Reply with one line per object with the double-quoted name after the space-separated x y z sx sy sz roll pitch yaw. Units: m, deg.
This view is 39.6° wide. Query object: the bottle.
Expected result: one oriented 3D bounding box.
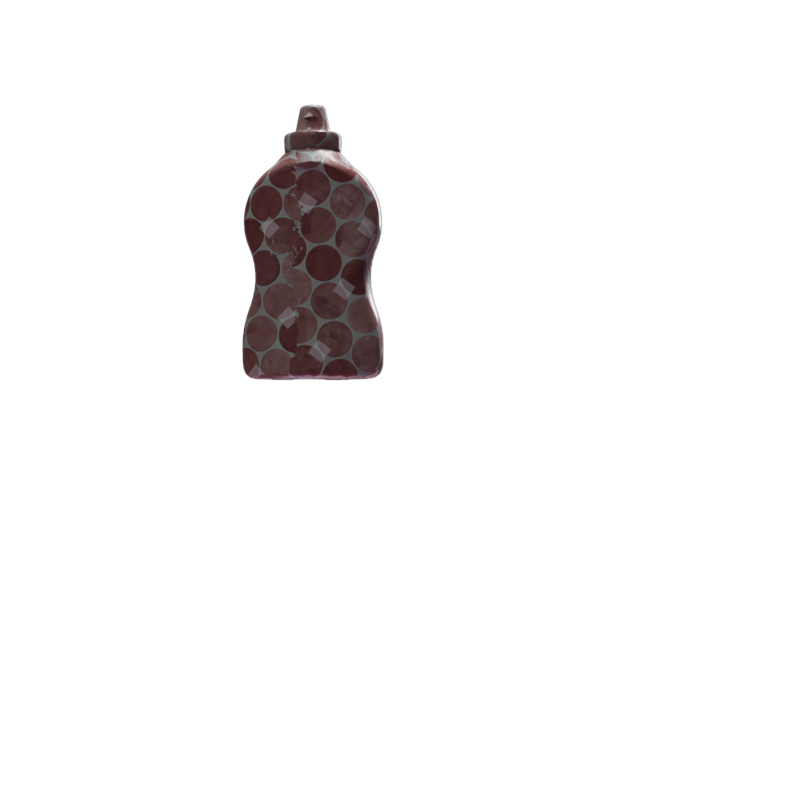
-0.061 -0.111 0.775 0.097 0.195 0.057 -1 -6 10 "bottle"
